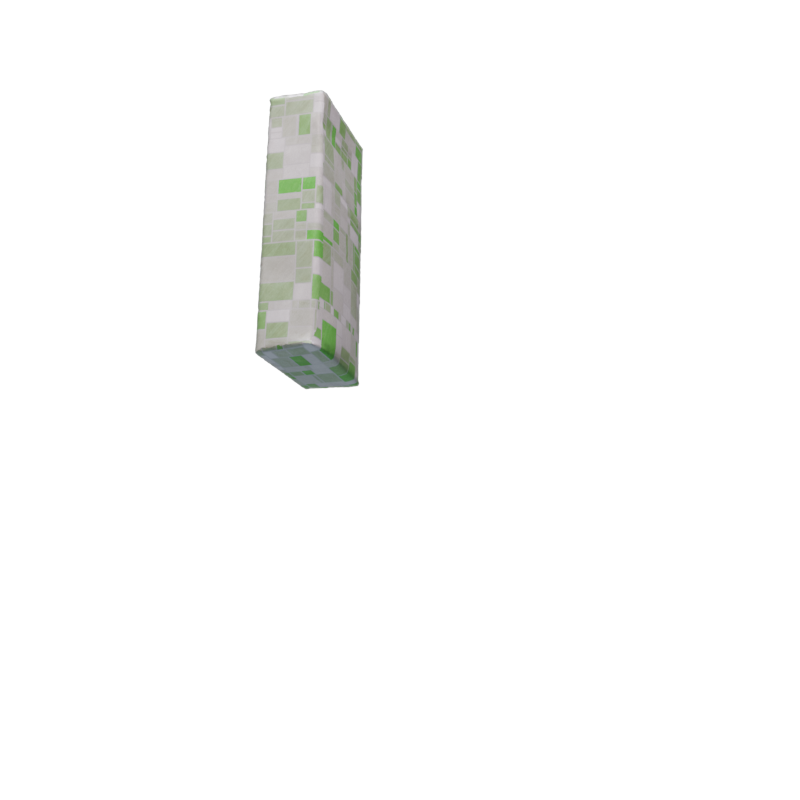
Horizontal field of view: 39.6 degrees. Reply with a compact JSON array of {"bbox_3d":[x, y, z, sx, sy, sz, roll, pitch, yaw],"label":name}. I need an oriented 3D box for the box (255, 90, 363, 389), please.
[{"bbox_3d":[-0.058,-0.104,0.732,0.049,0.185,0.087,-8,-22,15],"label":"box"}]
